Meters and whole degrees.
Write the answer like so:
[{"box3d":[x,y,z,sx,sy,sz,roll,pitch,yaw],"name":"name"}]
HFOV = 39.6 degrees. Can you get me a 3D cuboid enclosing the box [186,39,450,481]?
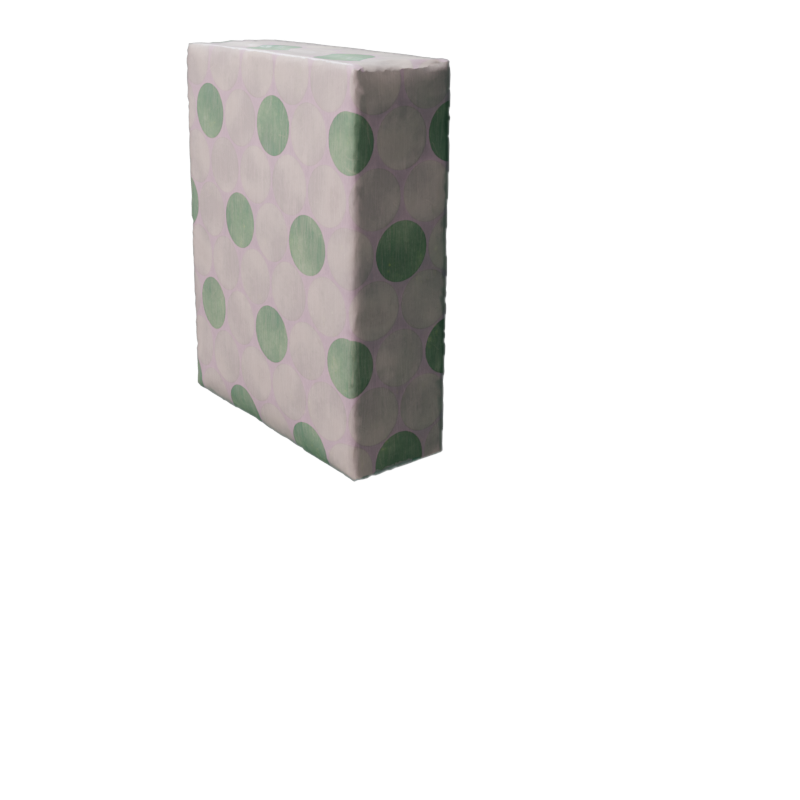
[{"box3d":[-0.048,-0.088,0.619,0.070,0.206,0.174,-11,21,-36],"name":"box"}]
